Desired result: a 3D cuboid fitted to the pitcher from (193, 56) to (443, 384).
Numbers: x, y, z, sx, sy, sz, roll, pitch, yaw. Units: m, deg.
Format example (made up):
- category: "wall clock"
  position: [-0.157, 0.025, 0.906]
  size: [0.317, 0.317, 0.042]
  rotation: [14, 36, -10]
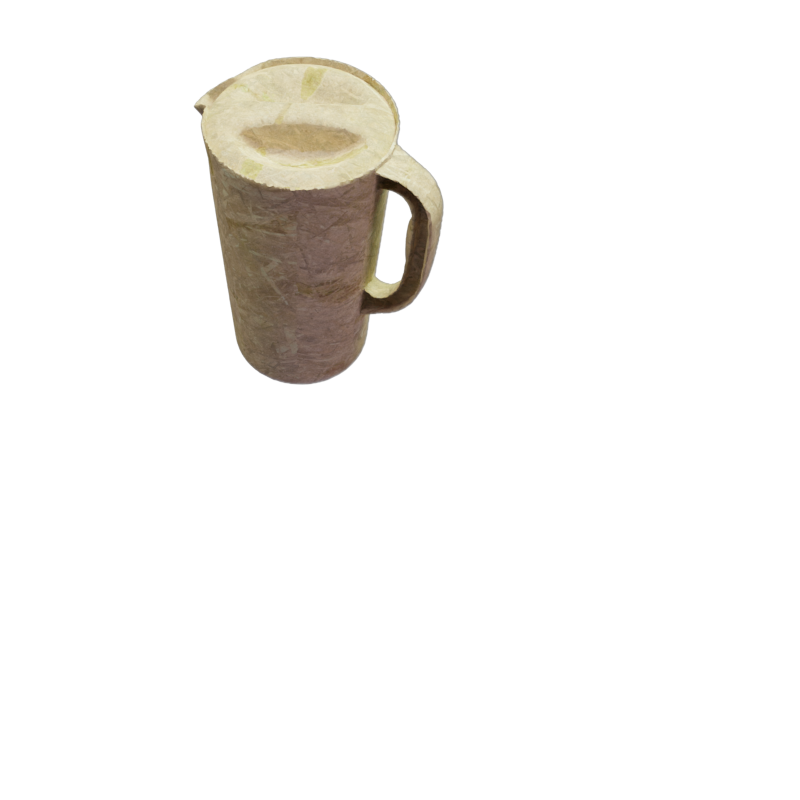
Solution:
- category: "pitcher"
  position: [-0.064, -0.116, 0.816]
  size: [0.143, 0.161, 0.227]
  rotation: [-13, -37, -13]
